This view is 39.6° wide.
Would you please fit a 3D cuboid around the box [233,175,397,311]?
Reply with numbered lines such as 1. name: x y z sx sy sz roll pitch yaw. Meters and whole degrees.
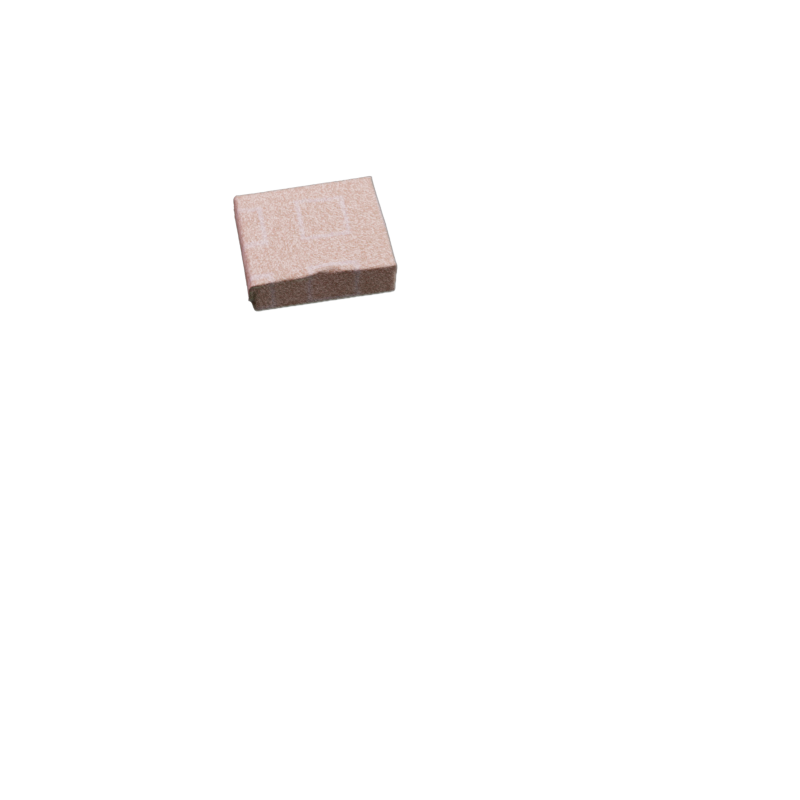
1. box: -0.053 -0.096 0.672 0.089 0.079 0.028 -9 -36 -7
